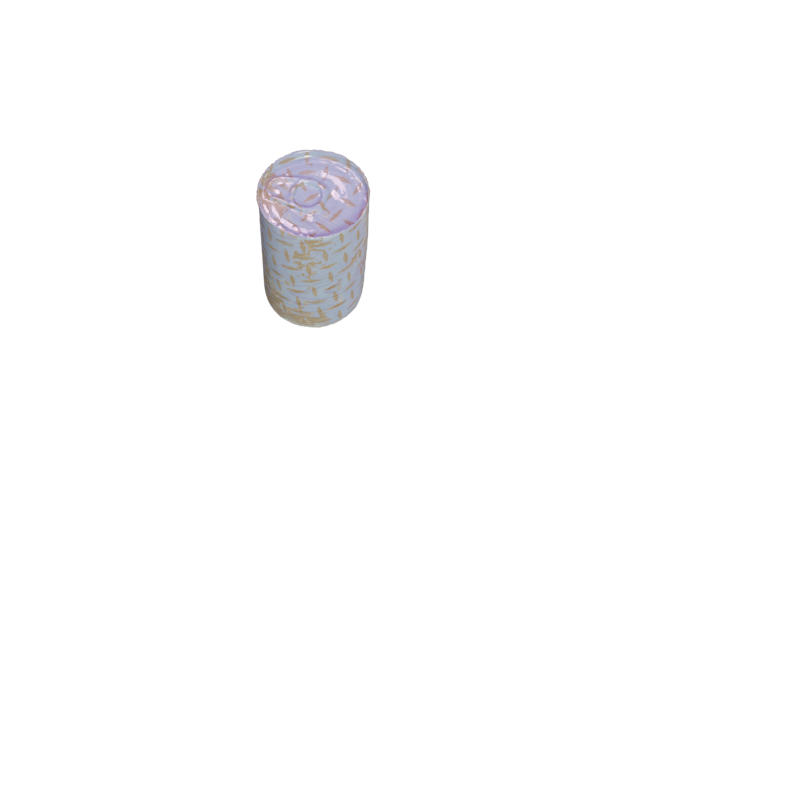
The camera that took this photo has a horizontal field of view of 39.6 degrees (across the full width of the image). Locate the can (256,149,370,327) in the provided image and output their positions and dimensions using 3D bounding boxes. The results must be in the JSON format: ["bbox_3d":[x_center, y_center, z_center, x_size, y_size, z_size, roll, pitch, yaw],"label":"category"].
[{"bbox_3d":[-0.055,-0.100,0.700,0.068,0.073,0.096,0,-31,-3],"label":"can"}]
